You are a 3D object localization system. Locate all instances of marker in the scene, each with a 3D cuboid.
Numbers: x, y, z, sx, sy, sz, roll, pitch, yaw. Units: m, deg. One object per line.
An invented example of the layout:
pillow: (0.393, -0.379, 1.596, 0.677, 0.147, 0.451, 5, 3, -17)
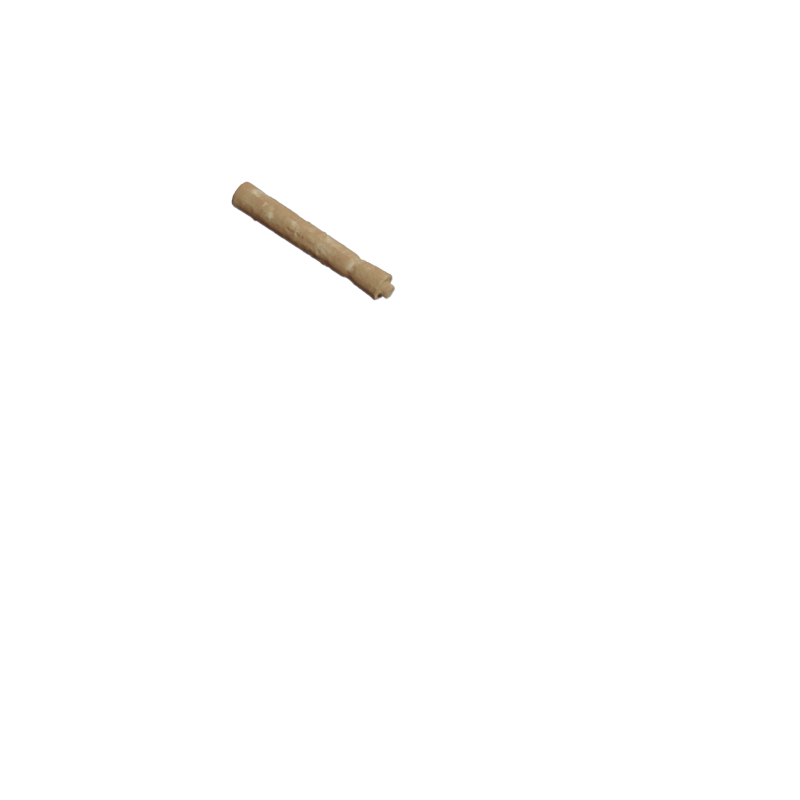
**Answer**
marker: (-0.055, -0.100, 0.699, 0.126, 0.019, 0.019, 35, 15, 19)
